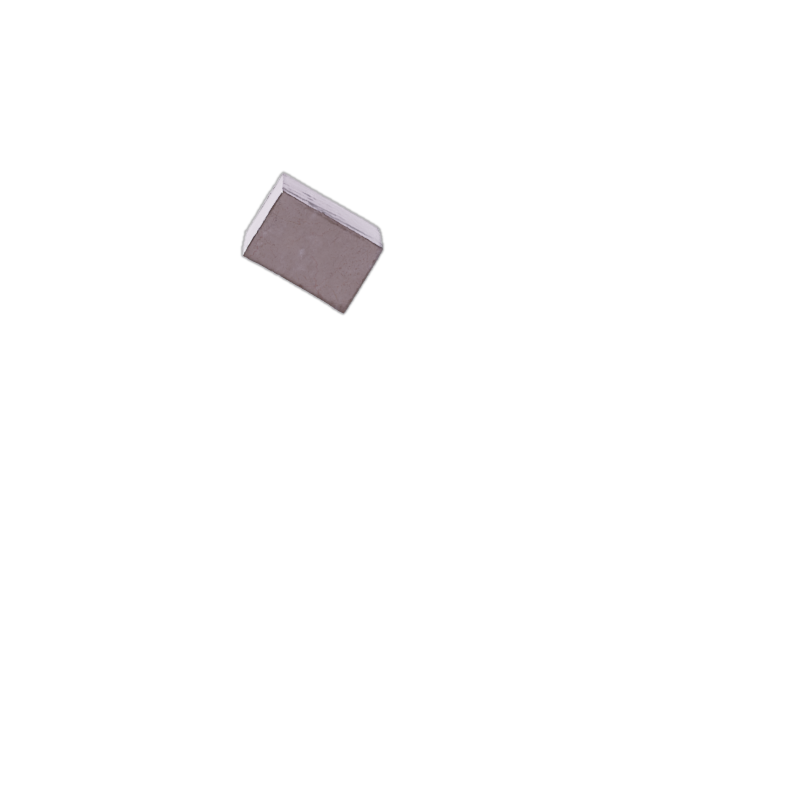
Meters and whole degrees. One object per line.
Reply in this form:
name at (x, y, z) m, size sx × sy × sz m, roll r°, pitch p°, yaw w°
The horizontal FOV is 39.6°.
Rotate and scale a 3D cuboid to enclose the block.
block at (-0.057, -0.103, 0.723) m, size 0.076 × 0.052 × 0.053 m, roll 30°, pitch 16°, yaw -11°
